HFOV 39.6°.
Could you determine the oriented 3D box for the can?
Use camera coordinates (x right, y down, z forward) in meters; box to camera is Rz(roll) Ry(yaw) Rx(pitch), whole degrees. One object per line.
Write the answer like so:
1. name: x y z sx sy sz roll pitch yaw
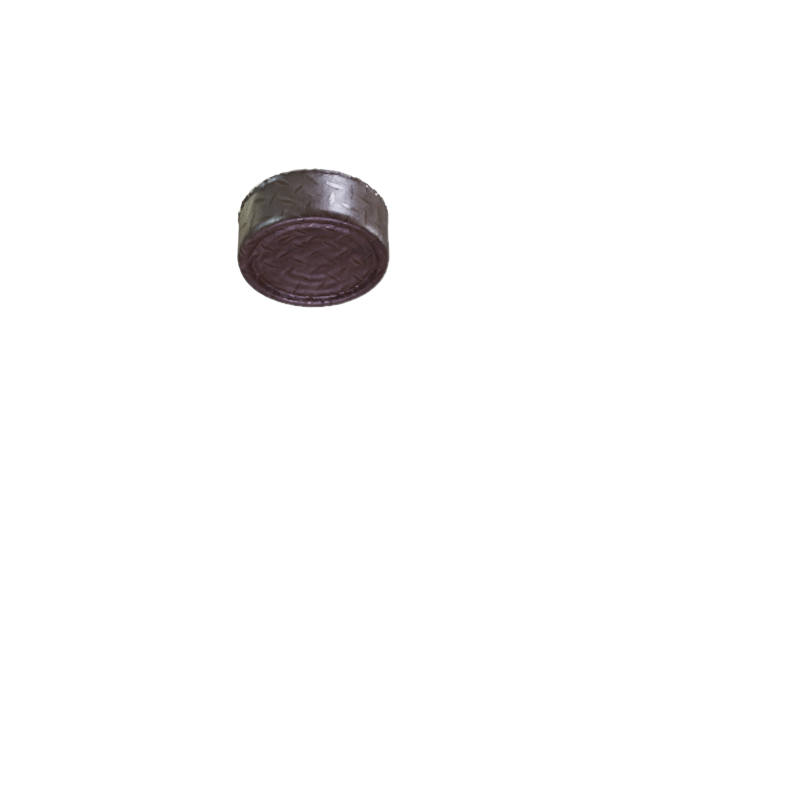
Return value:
1. can: -0.049 -0.089 0.621 0.086 0.036 0.080 1 -34 -2
